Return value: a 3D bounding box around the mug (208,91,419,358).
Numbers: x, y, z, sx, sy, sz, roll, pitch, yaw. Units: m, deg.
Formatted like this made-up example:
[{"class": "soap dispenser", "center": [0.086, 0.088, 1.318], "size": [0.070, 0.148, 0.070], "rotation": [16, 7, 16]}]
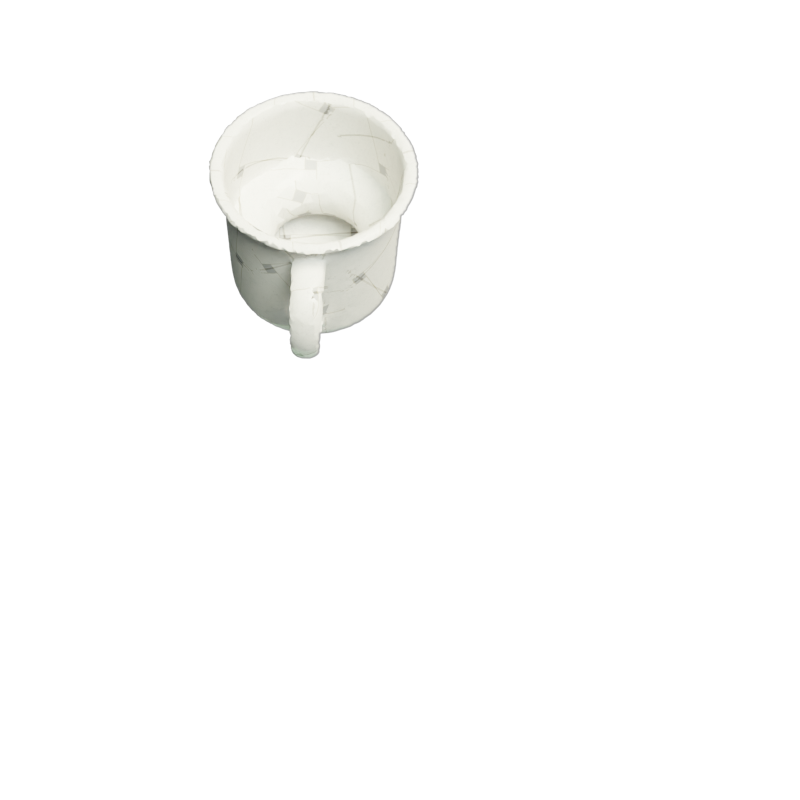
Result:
[{"class": "mug", "center": [-0.040, -0.074, 0.517], "size": [0.093, 0.125, 0.076], "rotation": [0, -33, -2]}]
